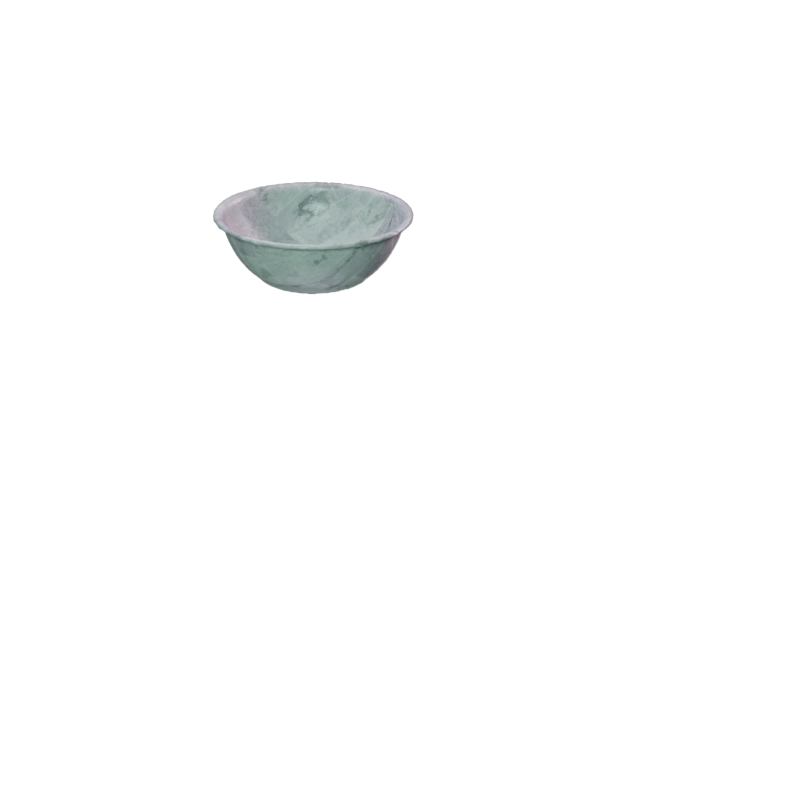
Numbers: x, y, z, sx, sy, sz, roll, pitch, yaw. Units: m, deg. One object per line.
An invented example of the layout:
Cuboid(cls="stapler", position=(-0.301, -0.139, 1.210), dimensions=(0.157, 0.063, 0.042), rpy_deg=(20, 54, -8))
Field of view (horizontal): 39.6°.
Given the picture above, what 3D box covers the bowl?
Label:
Cuboid(cls="bowl", position=(-0.071, -0.129, 0.904), dimensions=(0.162, 0.052, 0.171), rpy_deg=(-1, 27, -2))
